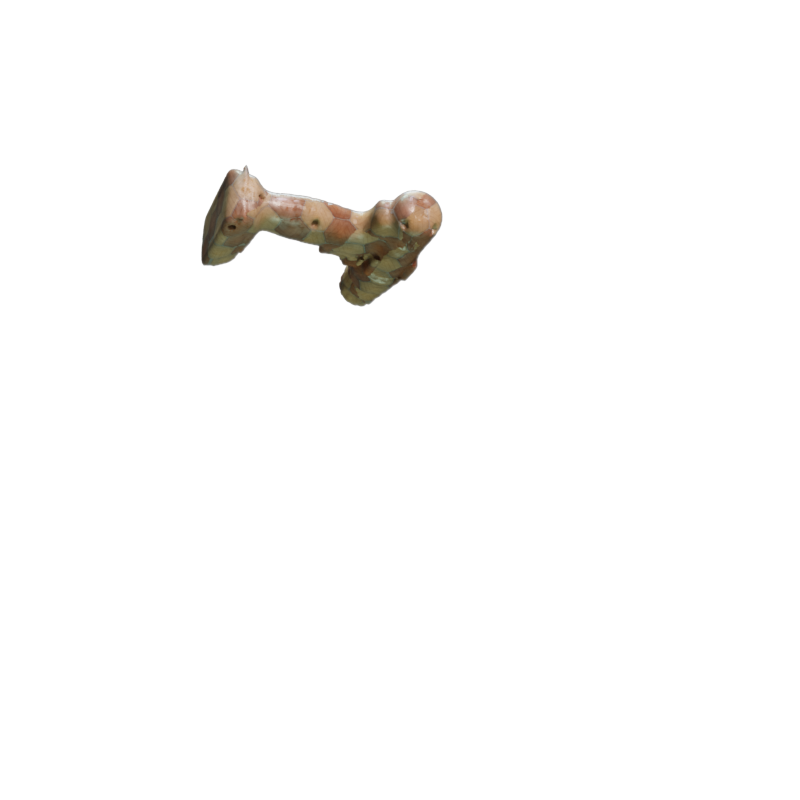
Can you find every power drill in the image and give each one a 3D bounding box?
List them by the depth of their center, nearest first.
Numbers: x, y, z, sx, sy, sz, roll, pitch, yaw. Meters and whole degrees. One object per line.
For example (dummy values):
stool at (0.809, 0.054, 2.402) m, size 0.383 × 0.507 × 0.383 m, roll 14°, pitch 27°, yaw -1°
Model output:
power drill at (-0.077, -0.140, 0.978) m, size 0.183 × 0.061 × 0.179 m, roll 7°, pitch -23°, yaw -17°
